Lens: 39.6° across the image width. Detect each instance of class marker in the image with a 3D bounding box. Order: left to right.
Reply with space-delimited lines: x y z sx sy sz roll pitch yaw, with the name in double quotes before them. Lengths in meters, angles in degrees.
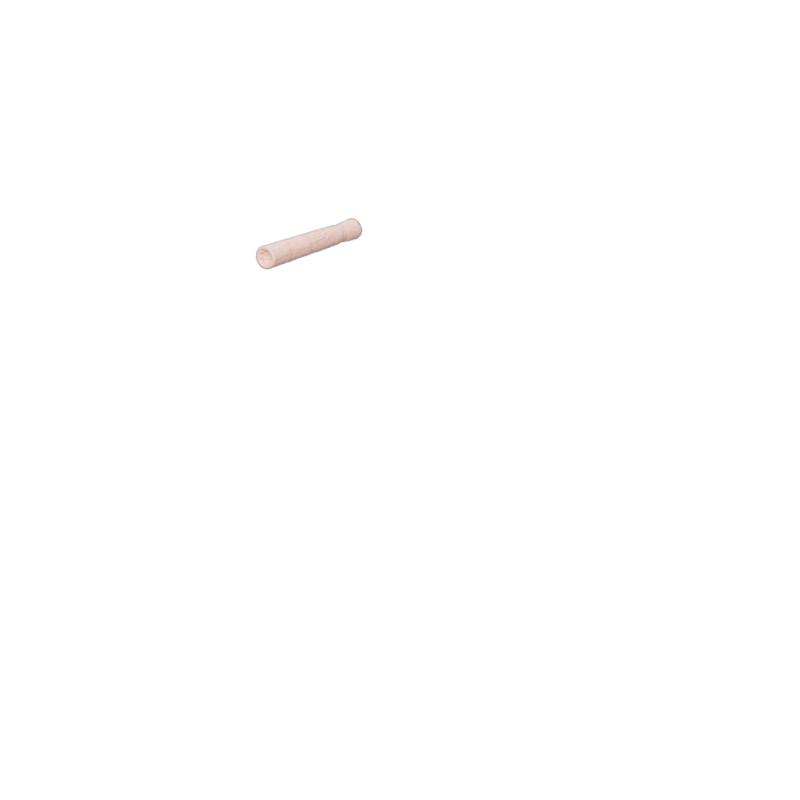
"marker" -0.070 -0.127 0.892 0.020 0.019 0.120 3 20 36
